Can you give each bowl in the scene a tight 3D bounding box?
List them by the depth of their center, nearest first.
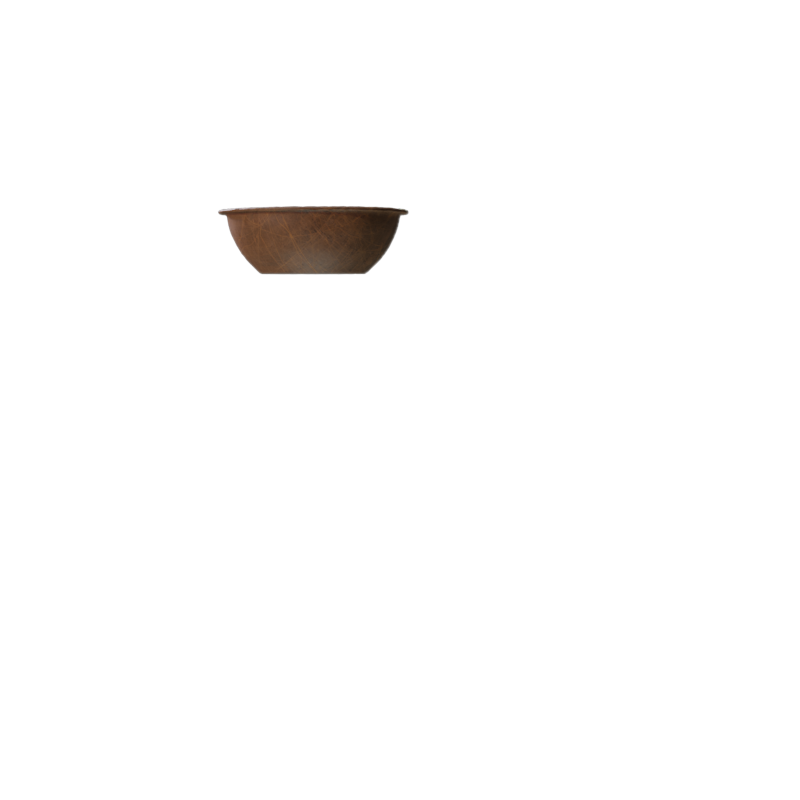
[{"bbox_3d":[-0.074,-0.134,0.941,0.162,0.055,0.163,0,6,-2],"label":"bowl"}]
